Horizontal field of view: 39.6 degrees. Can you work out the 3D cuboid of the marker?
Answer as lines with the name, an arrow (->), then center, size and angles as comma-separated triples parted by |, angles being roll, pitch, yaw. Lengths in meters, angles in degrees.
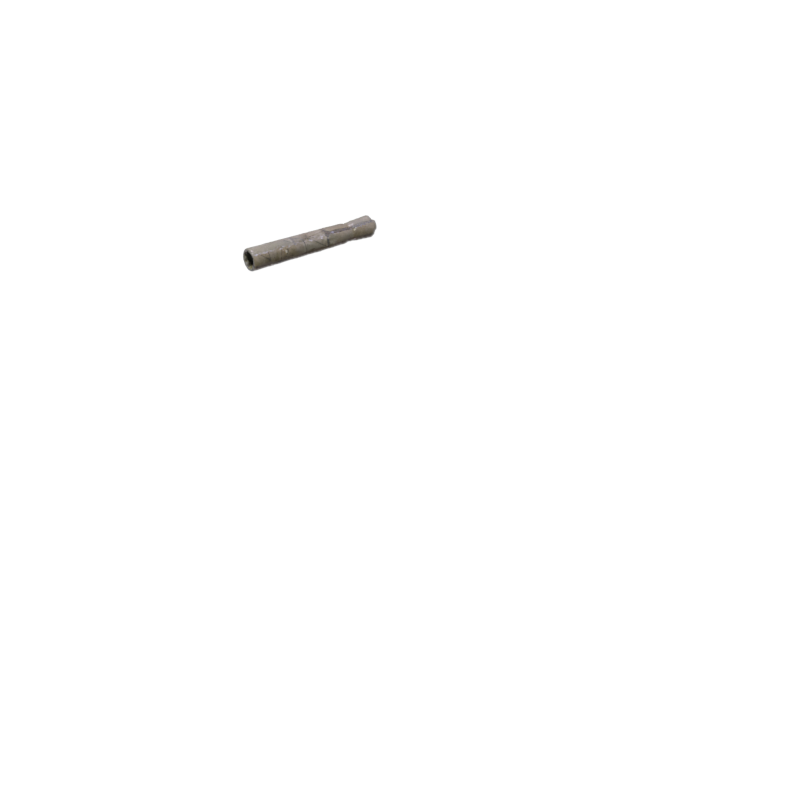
marker -> -0.070, -0.127, 0.892 | 0.119, 0.019, 0.021 | -21, 15, -30
